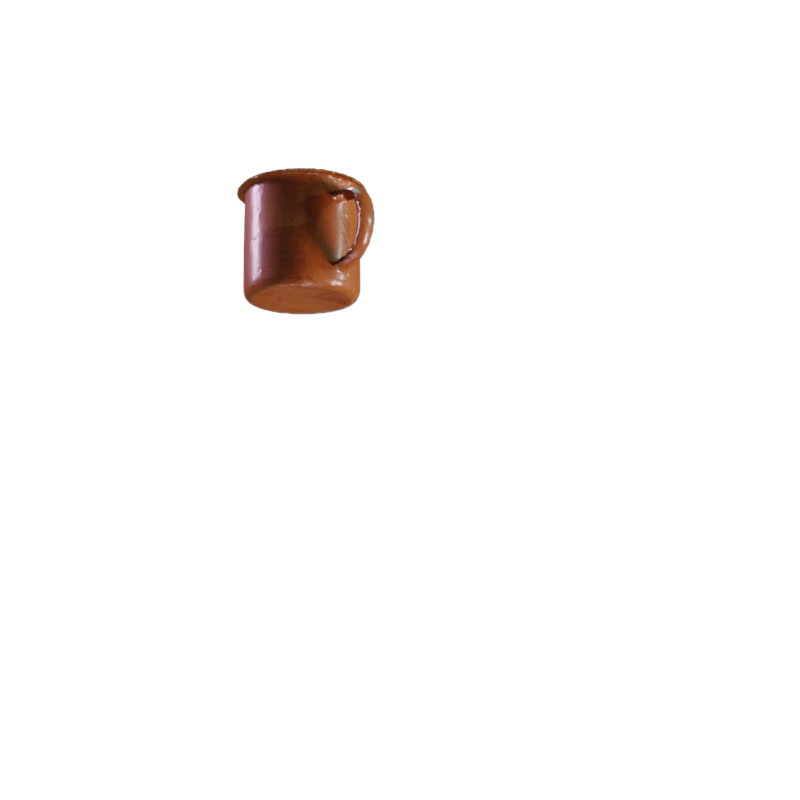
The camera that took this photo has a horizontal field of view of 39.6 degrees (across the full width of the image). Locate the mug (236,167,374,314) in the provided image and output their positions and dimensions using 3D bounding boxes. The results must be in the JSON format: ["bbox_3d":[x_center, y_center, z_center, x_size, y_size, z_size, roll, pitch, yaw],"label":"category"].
[{"bbox_3d":[-0.060,-0.110,0.773,0.088,0.085,0.119,14,-19,-43],"label":"mug"}]
